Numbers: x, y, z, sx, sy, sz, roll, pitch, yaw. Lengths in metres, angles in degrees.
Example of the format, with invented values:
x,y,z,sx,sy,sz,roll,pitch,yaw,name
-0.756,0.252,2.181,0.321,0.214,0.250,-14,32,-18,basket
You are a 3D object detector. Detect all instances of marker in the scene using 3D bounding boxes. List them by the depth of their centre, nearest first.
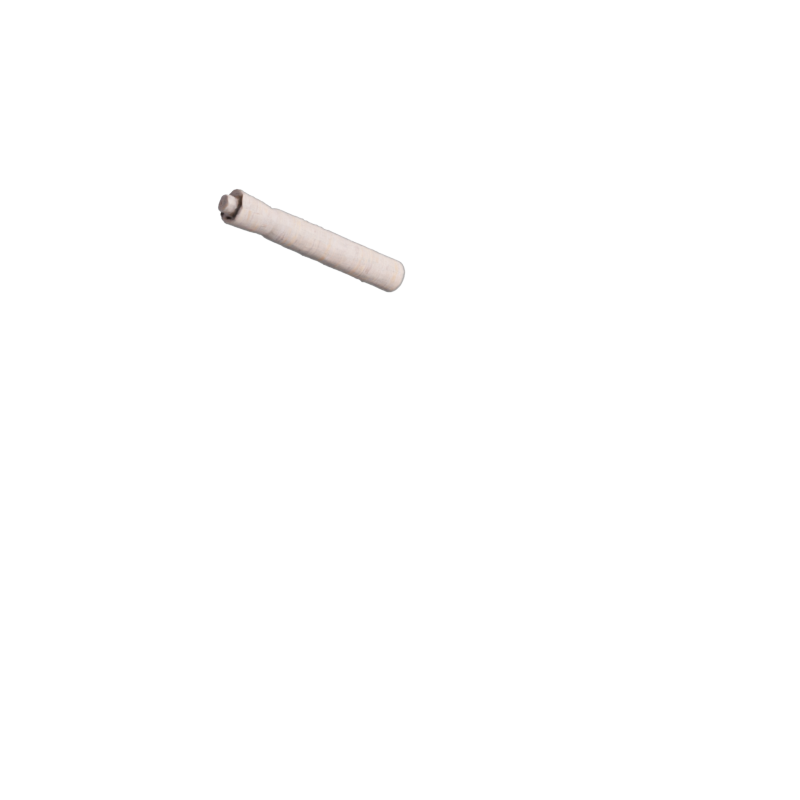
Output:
x,y,z,sx,sy,sz,roll,pitch,yaw,name
-0.046,-0.084,0.588,0.114,0.020,0.021,19,-9,-38,marker
